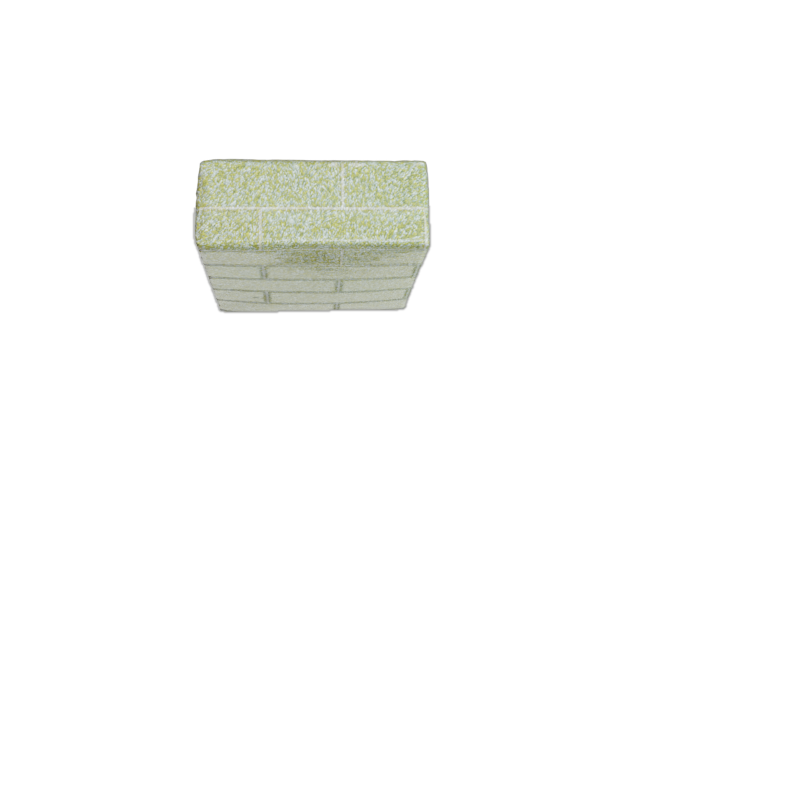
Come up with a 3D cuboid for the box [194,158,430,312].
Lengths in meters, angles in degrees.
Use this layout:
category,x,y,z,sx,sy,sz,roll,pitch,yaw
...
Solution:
category,x,y,z,sx,sy,sz,roll,pitch,yaw
box,-0.068,-0.124,0.867,0.164,0.074,0.208,0,-9,-3
